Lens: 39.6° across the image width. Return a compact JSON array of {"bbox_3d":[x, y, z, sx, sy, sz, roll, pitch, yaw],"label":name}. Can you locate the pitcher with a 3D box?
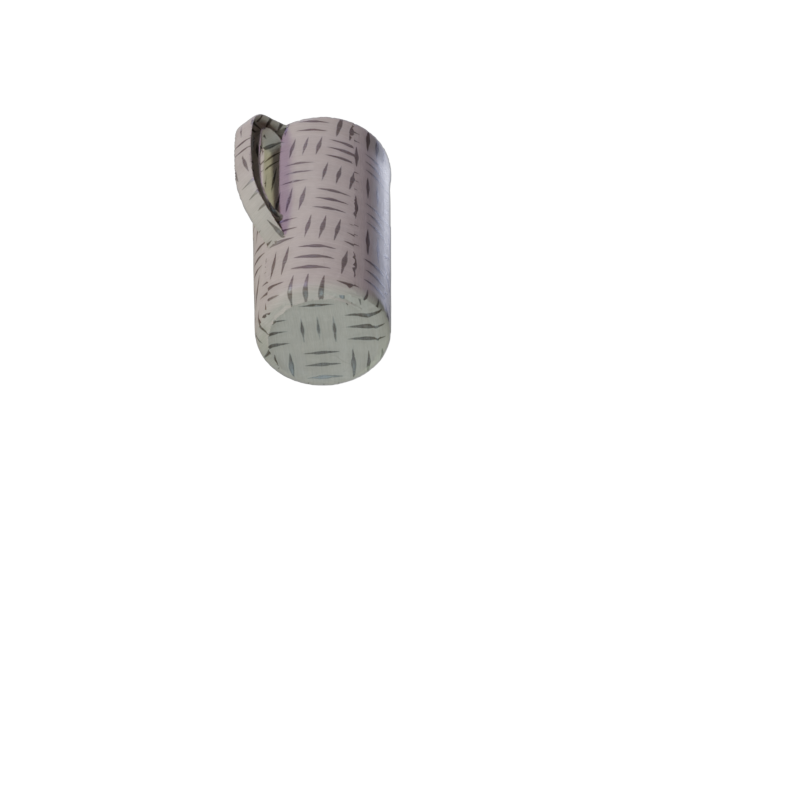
[{"bbox_3d":[-0.075,-0.137,0.958,0.148,0.136,0.261,3,40,-6],"label":"pitcher"}]
